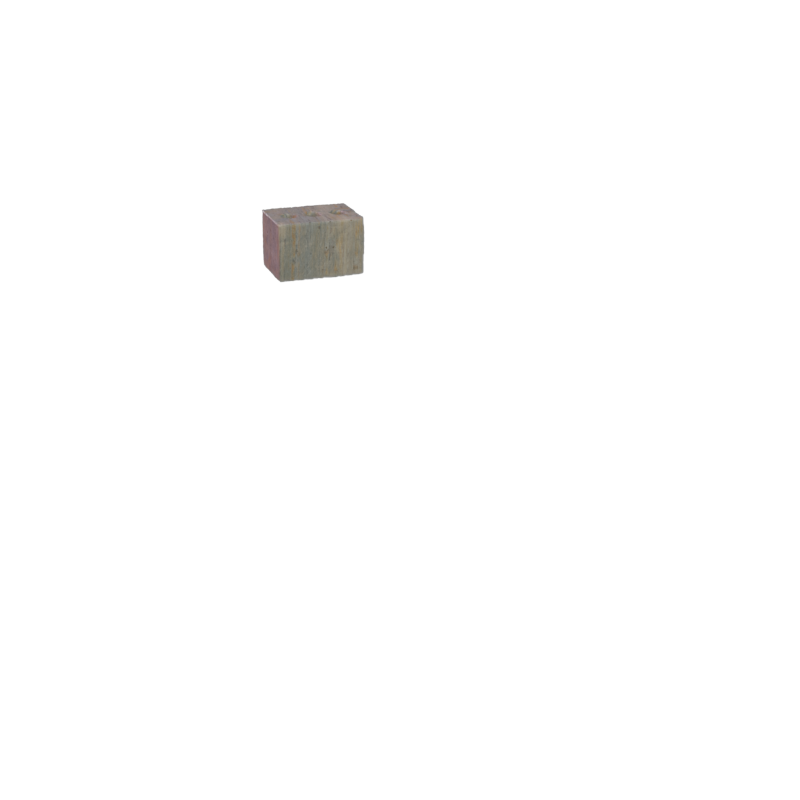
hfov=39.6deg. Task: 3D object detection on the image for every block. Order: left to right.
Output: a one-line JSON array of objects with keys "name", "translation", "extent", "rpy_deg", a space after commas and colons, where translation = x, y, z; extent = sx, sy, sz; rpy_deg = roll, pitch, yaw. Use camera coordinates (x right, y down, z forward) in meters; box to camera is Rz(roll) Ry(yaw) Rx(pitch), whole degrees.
[{"name": "block", "translation": [-0.075, -0.136, 0.952], "extent": [0.076, 0.049, 0.056], "rpy_deg": [-7, 22, -19]}]
